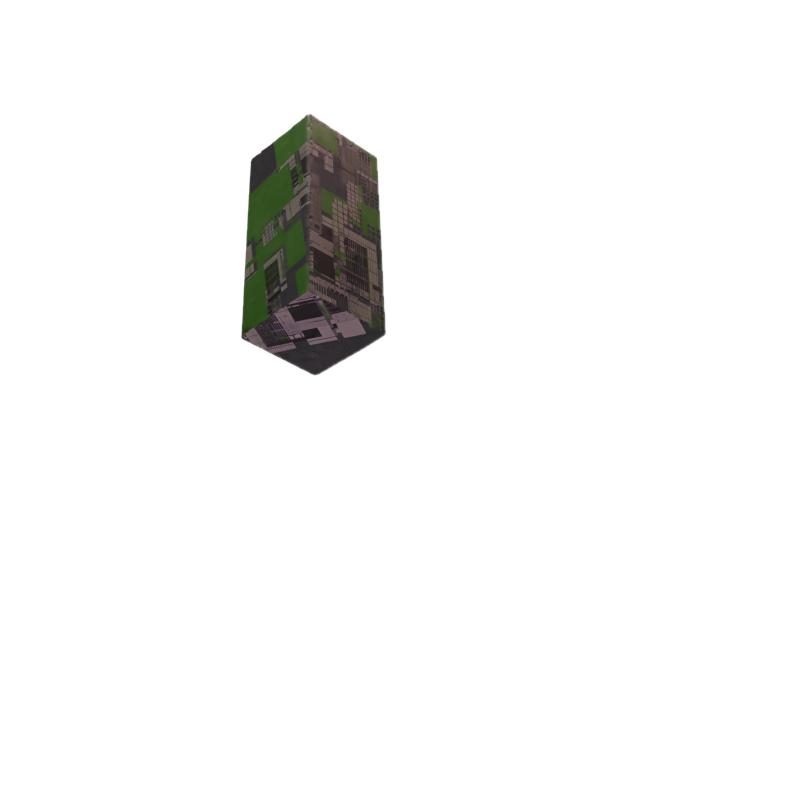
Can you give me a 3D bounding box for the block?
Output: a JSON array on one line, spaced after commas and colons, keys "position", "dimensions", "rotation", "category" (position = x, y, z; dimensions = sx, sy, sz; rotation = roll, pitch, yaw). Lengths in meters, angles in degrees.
[{"position": [-0.078, -0.141, 0.992], "dimensions": [0.085, 0.221, 0.089], "rotation": [29, -47, -35], "category": "block"}]
